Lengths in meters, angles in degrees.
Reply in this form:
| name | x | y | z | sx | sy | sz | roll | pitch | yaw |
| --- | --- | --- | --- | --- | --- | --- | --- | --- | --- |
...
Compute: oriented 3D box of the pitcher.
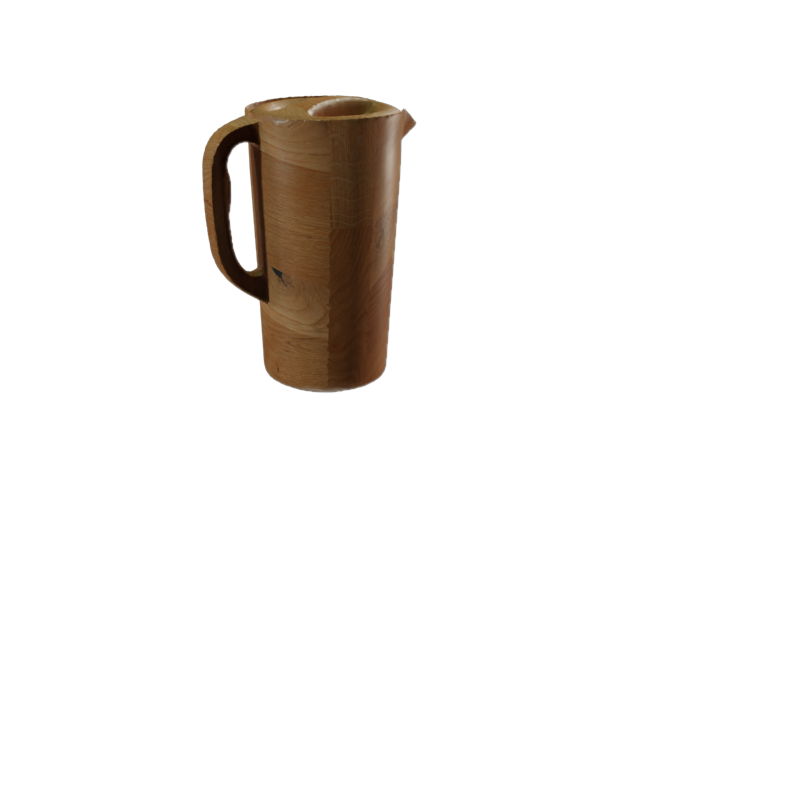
| name | x | y | z | sx | sy | sz | roll | pitch | yaw |
| --- | --- | --- | --- | --- | --- | --- | --- | --- | --- |
| pitcher | -0.074 | -0.134 | 0.939 | 0.153 | 0.234 | 0.147 | 6 | 18 | 15 |
